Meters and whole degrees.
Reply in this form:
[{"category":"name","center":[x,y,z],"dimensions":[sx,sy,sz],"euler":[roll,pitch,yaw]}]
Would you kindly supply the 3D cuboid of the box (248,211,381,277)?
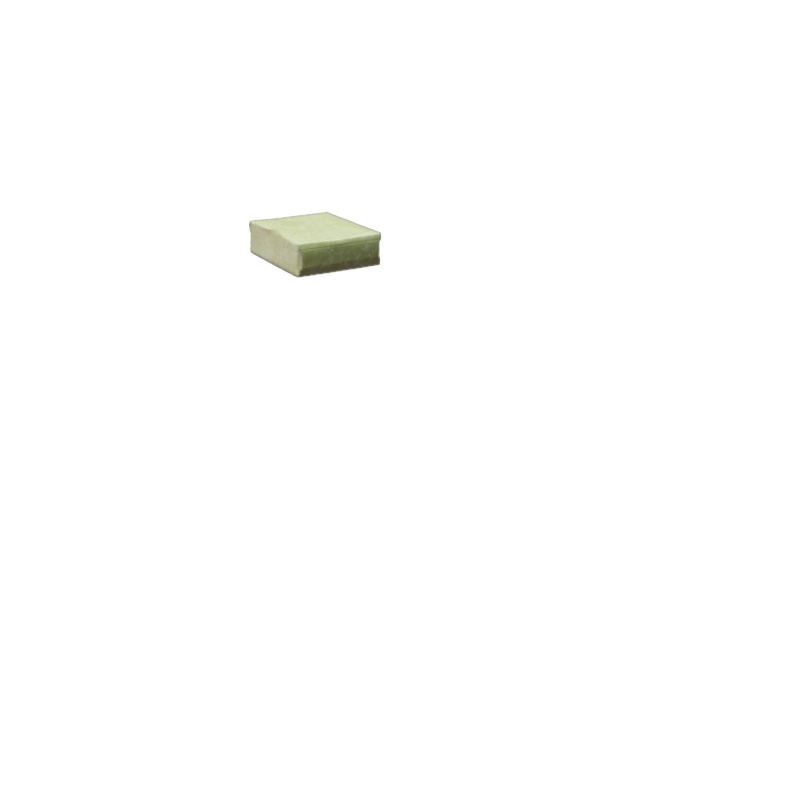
[{"category":"box","center":[-0.068,-0.125,0.873],"dimensions":[0.071,0.029,0.095],"euler":[-11,24,-28]}]
